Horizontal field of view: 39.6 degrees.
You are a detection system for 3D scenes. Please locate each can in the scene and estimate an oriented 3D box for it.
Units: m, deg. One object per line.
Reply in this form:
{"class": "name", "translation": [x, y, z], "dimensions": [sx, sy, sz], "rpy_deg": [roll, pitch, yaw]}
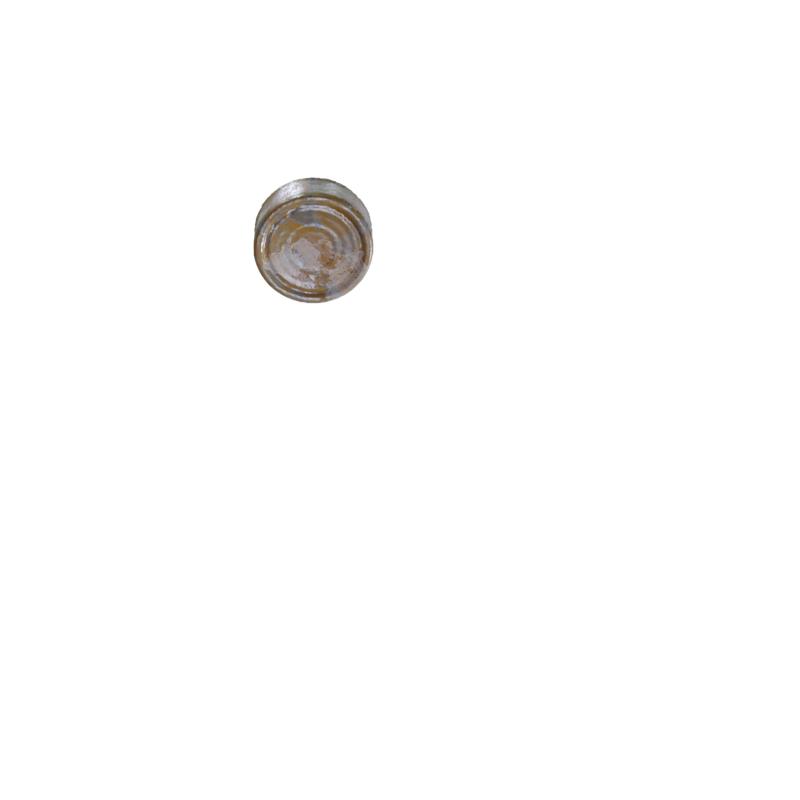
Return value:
{"class": "can", "translation": [-0.062, -0.113, 0.789], "dimensions": [0.086, 0.081, 0.035], "rpy_deg": [1, 25, -1]}
